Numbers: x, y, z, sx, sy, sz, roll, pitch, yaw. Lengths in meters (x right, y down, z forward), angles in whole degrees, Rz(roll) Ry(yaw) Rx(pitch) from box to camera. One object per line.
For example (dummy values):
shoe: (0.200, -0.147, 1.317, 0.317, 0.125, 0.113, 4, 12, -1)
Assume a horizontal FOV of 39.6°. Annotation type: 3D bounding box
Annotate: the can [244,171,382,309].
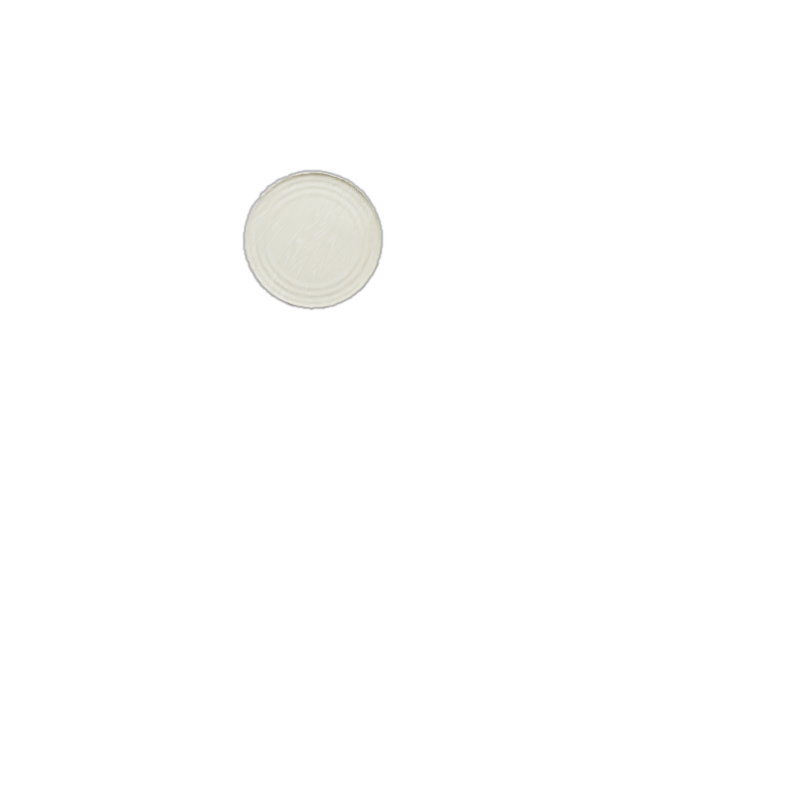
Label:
can: (-0.055, -0.100, 0.703, 0.086, 0.087, 0.033, 0, -3, -1)
